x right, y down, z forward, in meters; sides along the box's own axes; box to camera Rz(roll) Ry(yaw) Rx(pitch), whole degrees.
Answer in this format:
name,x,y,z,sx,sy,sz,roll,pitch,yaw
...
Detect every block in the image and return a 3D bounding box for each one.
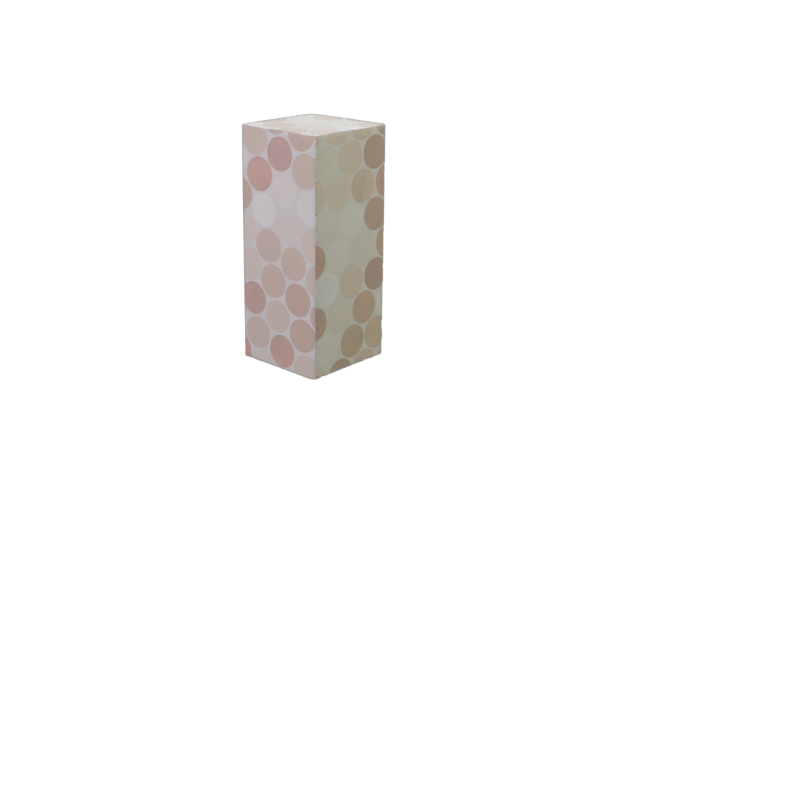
name,x,y,z,sx,sy,sz,roll,pitch,yaw
block,-0.075,-0.137,0.957,0.095,0.199,0.089,15,22,39
